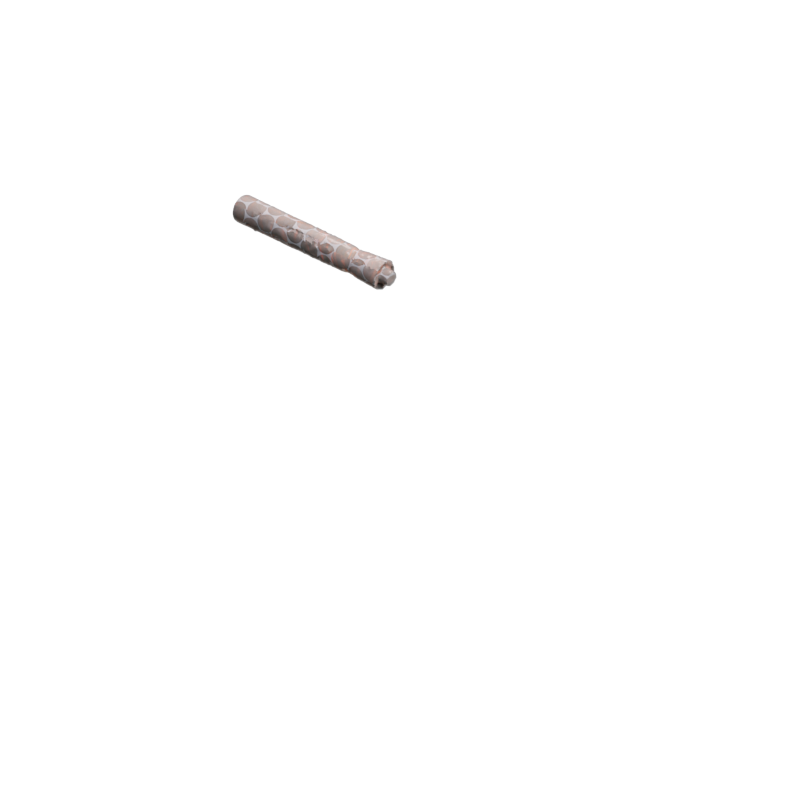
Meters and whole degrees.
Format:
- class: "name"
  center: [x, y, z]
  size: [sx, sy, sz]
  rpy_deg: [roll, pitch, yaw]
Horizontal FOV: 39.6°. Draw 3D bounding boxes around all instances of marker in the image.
- class: "marker"
  center: [-0.053, -0.096, 0.674]
  size: [0.128, 0.019, 0.019]
  rpy_deg: [29, 19, 32]
